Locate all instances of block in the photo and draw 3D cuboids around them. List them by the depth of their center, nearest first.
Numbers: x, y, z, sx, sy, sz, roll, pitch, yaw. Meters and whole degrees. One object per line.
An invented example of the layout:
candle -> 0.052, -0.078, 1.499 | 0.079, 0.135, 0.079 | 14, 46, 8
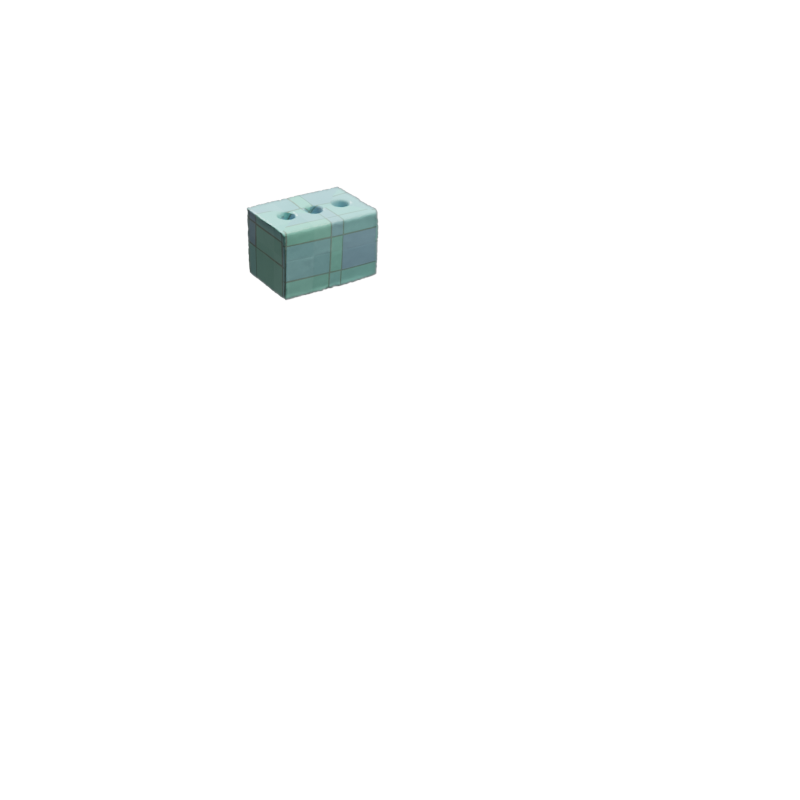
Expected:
block -> -0.061, -0.110, 0.773 | 0.077, 0.048, 0.057 | -18, 34, -30
